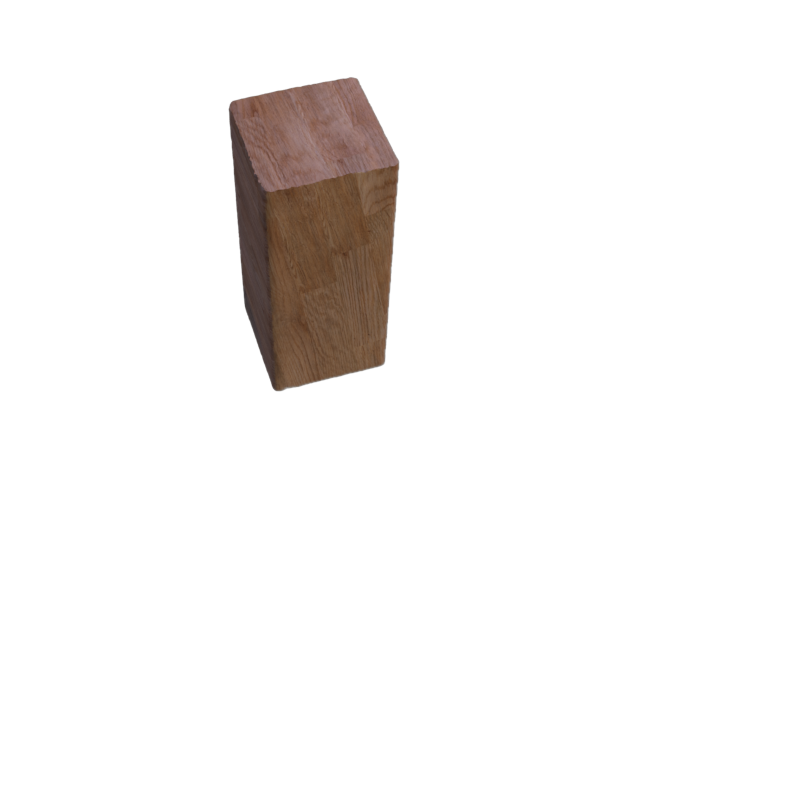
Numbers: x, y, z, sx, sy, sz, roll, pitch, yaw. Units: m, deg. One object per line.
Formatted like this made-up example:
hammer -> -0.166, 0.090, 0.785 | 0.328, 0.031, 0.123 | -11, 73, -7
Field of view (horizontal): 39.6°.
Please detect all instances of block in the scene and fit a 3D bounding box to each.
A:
block -> -0.061, -0.110, 0.770 | 0.089, 0.098, 0.192 | -13, -36, -13
